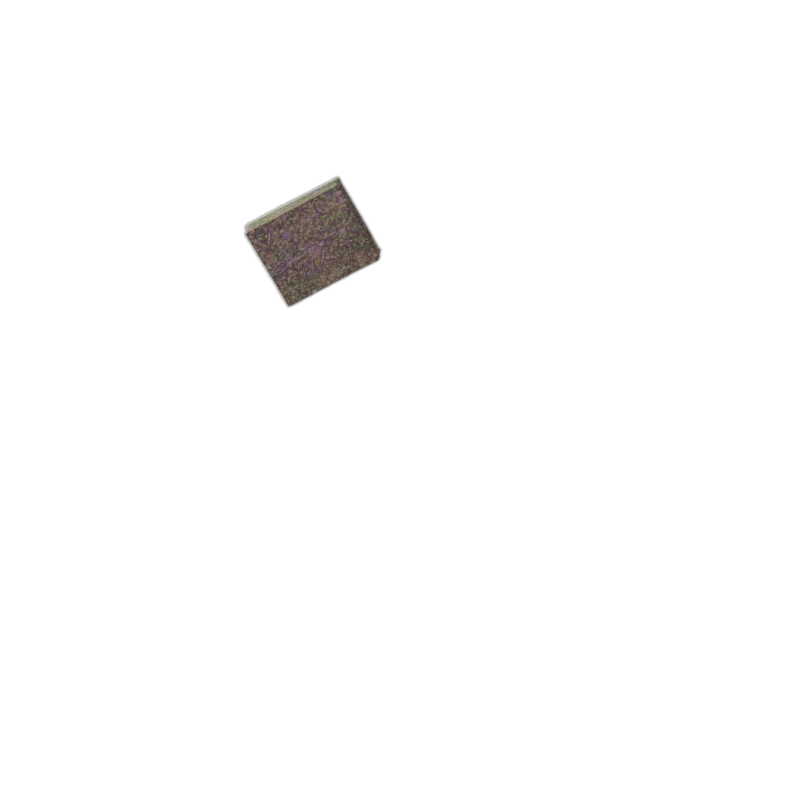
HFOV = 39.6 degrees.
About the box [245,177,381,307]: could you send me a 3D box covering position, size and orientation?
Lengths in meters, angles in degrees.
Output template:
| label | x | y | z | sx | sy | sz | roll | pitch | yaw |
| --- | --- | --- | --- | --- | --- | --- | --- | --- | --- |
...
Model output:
| label | x | y | z | sx | sy | sz | roll | pitch | yaw |
| --- | --- | --- | --- | --- | --- | --- | --- | --- | --- |
| box | -0.071 | -0.129 | 0.905 | 0.089 | 0.070 | 0.032 | -27 | 18 | 9 |
